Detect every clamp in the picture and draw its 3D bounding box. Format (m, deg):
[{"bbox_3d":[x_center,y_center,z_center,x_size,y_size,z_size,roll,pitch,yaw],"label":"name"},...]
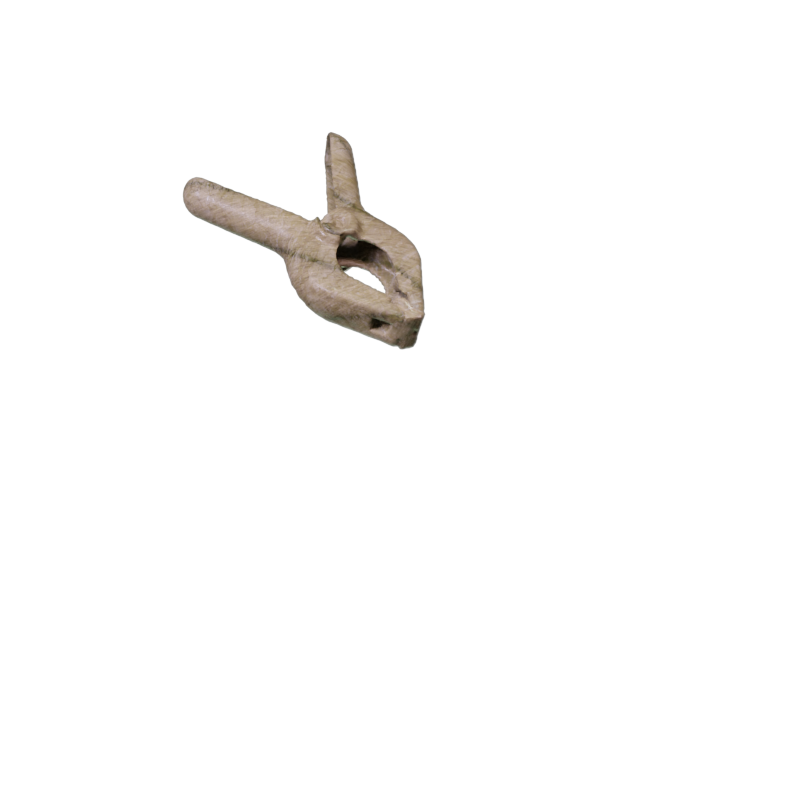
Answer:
[{"bbox_3d":[-0.052,-0.095,0.665,0.119,0.036,0.185,-20,51,-18],"label":"clamp"}]
